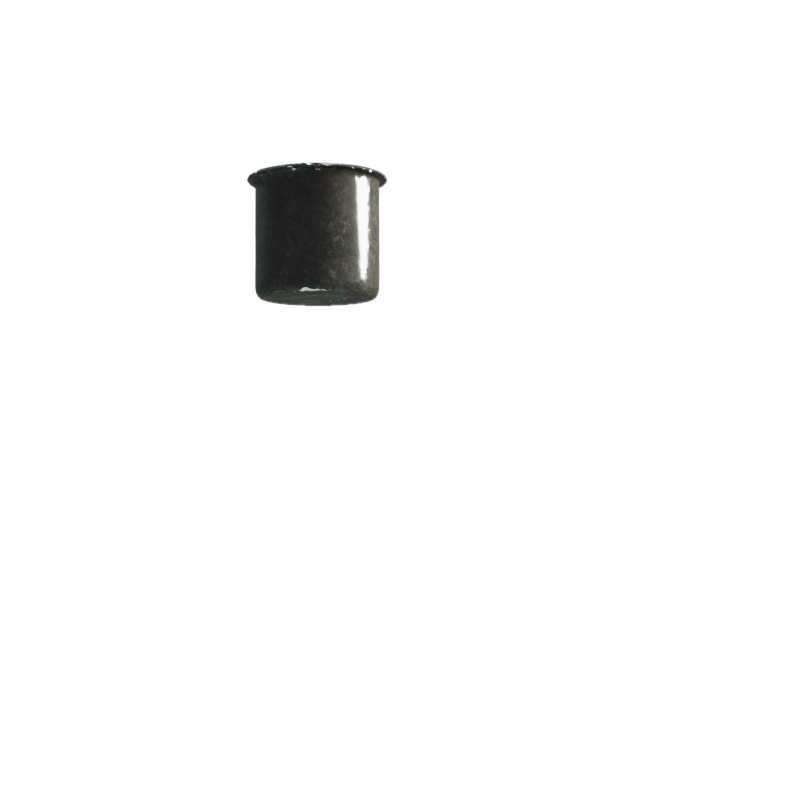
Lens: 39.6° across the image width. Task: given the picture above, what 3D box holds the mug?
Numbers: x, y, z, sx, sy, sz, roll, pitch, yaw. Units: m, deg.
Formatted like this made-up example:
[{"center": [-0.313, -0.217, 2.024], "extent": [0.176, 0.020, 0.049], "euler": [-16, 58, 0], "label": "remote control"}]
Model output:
[{"center": [-0.058, -0.106, 0.743], "extent": [0.091, 0.083, 0.117], "euler": [1, -5, -15], "label": "mug"}]
